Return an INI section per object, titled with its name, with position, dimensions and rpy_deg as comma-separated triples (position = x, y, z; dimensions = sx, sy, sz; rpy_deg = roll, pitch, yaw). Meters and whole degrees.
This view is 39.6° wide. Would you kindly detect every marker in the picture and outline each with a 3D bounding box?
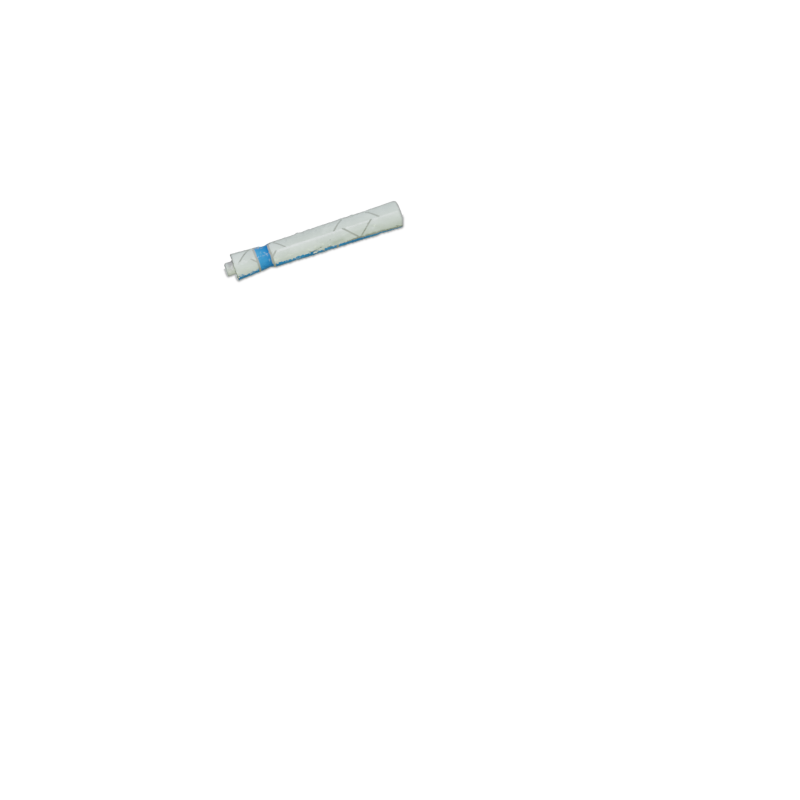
[marker]
position = -0.057, -0.104, 0.730
dimensions = 0.120, 0.020, 0.020
rpy_deg = -19, 7, -6
